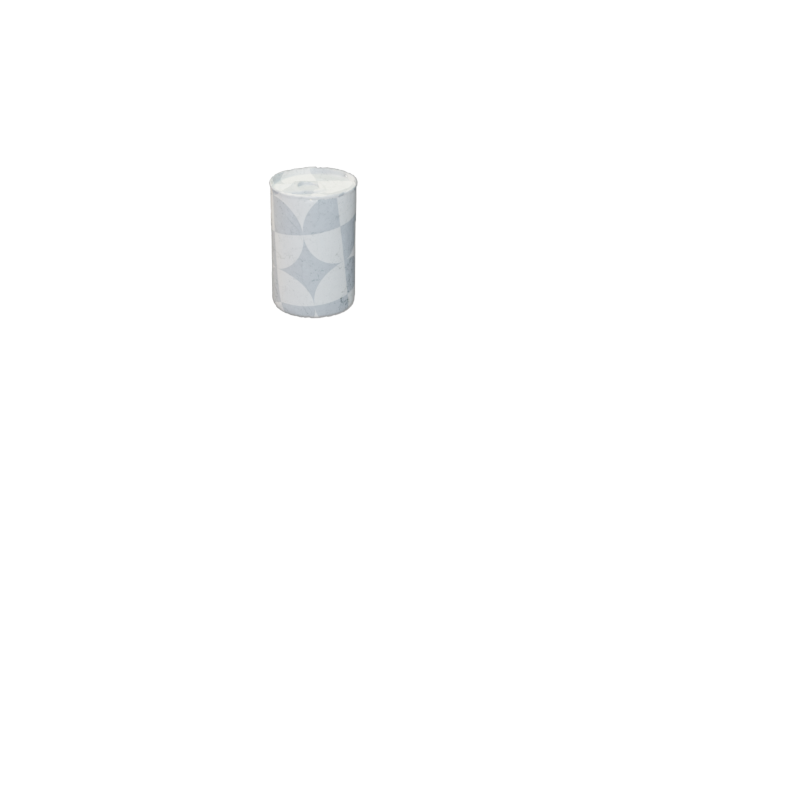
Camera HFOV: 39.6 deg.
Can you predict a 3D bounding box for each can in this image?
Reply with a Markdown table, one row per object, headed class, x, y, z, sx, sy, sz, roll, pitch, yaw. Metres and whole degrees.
| class | x | y | z | sx | sy | sz | roll | pitch | yaw |
| --- | --- | --- | --- | --- | --- | --- | --- | --- | --- |
| can | -0.068 | -0.124 | 0.869 | 0.068 | 0.097 | 0.072 | 0 | 26 | -2 |
